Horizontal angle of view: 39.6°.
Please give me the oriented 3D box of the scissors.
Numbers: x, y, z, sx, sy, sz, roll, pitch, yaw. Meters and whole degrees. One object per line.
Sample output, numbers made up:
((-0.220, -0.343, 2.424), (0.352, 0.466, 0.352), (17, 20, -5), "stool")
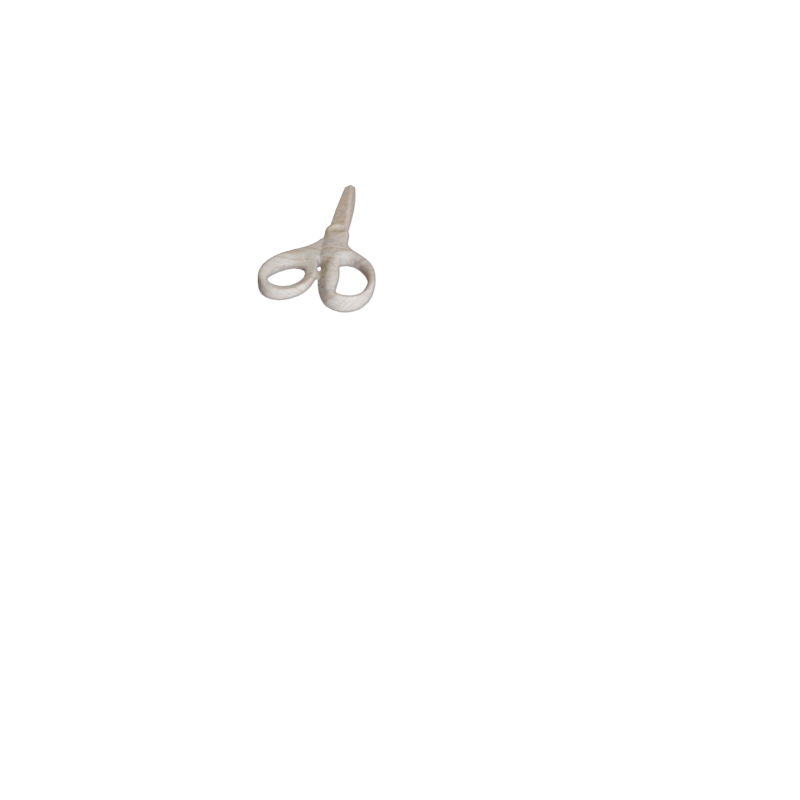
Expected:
((-0.069, -0.125, 0.875), (0.095, 0.015, 0.216), (-5, 34, -8), "scissors")
